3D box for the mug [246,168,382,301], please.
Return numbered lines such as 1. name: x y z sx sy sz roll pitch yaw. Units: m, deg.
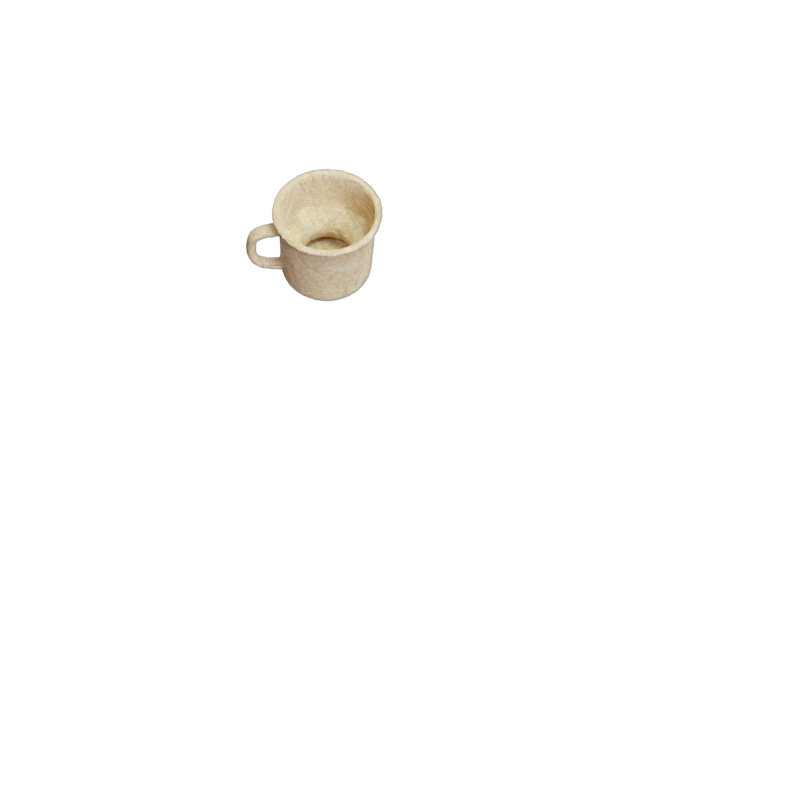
1. mug: -0.075 -0.137 0.961 0.116 0.100 0.076 -12 -32 -9
